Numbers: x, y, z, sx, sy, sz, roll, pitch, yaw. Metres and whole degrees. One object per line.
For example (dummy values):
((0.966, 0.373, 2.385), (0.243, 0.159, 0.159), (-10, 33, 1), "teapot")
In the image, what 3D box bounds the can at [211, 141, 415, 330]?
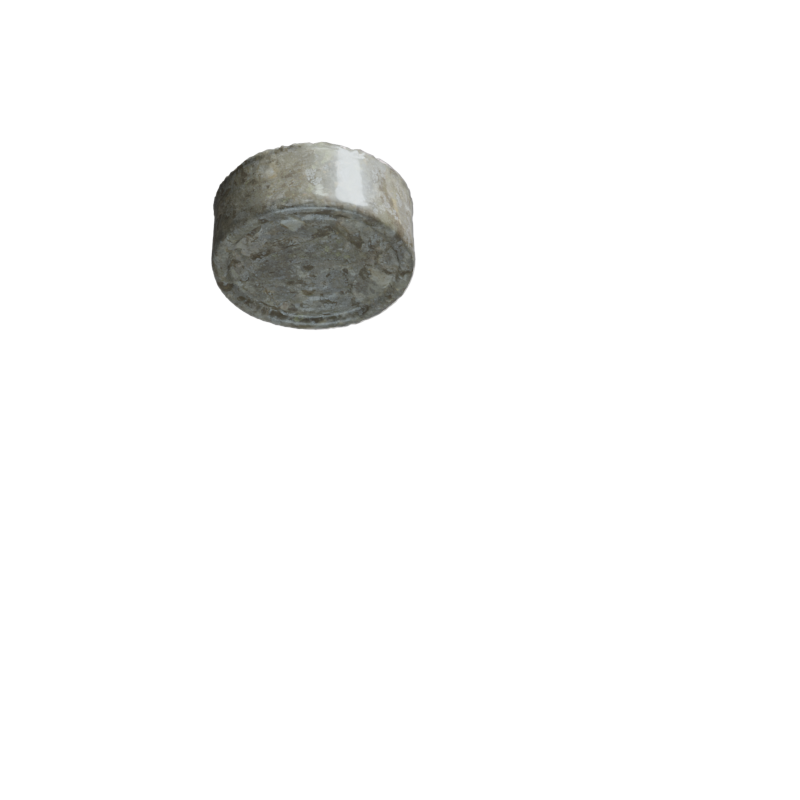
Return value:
((-0.036, -0.066, 0.465), (0.086, 0.036, 0.080), (1, -35, -2), "can")
